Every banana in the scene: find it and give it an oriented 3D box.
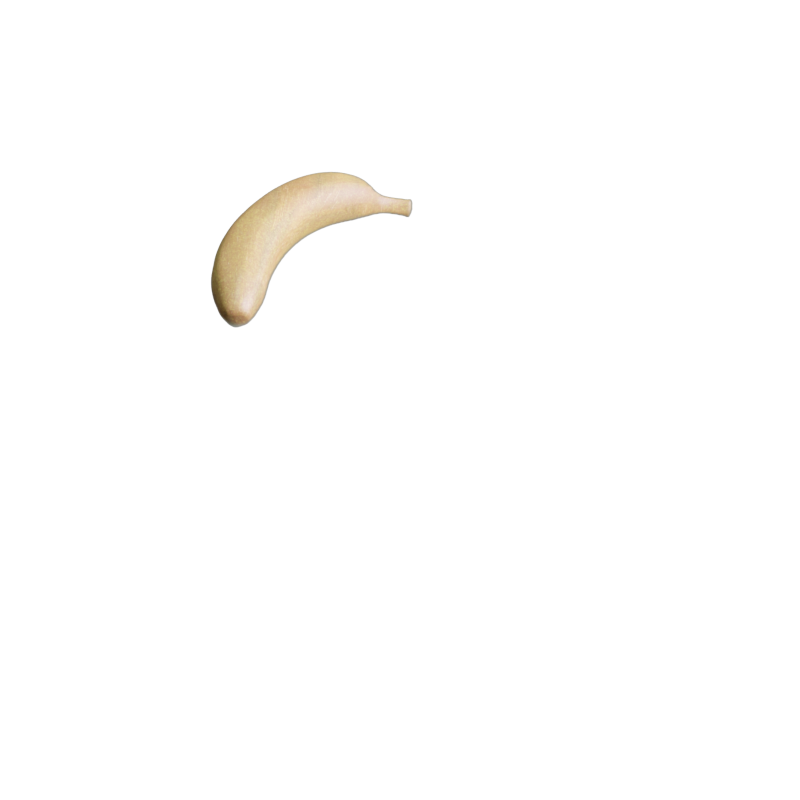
[{"bbox_3d":[-0.068,-0.106,0.696,0.073,0.034,0.200,18,37,25],"label":"banana"}]
